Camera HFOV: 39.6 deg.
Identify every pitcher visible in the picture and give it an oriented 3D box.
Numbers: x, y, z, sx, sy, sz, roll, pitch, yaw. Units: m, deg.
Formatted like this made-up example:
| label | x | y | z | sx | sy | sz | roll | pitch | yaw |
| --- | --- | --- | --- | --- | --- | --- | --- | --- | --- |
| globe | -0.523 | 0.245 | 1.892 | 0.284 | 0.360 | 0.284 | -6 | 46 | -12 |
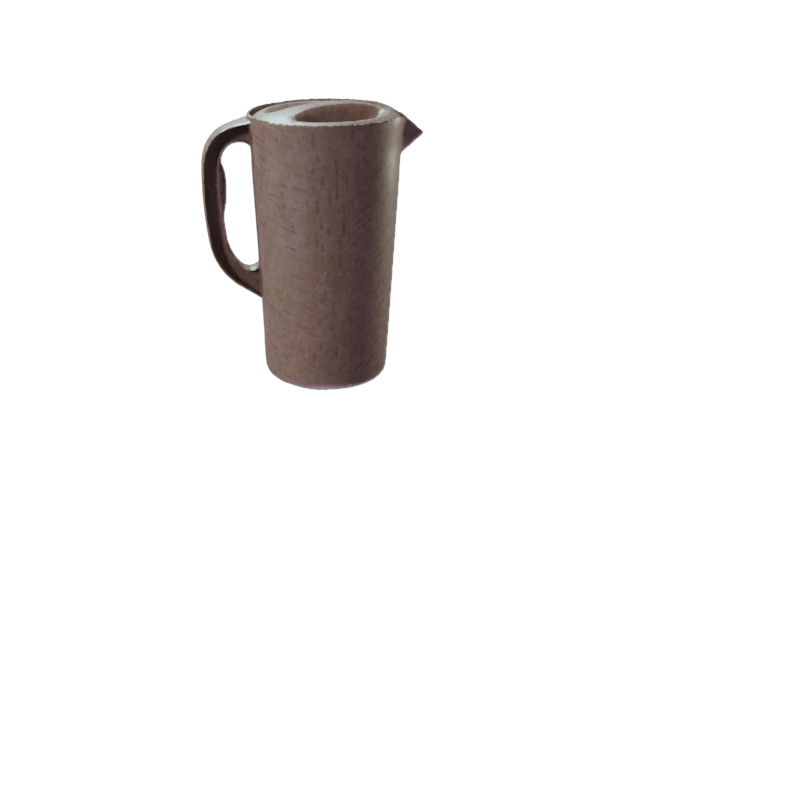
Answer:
| label | x | y | z | sx | sy | sz | roll | pitch | yaw |
| --- | --- | --- | --- | --- | --- | --- | --- | --- | --- |
| pitcher | -0.075 | -0.138 | 0.964 | 0.157 | 0.233 | 0.144 | 13 | 22 | 32 |
